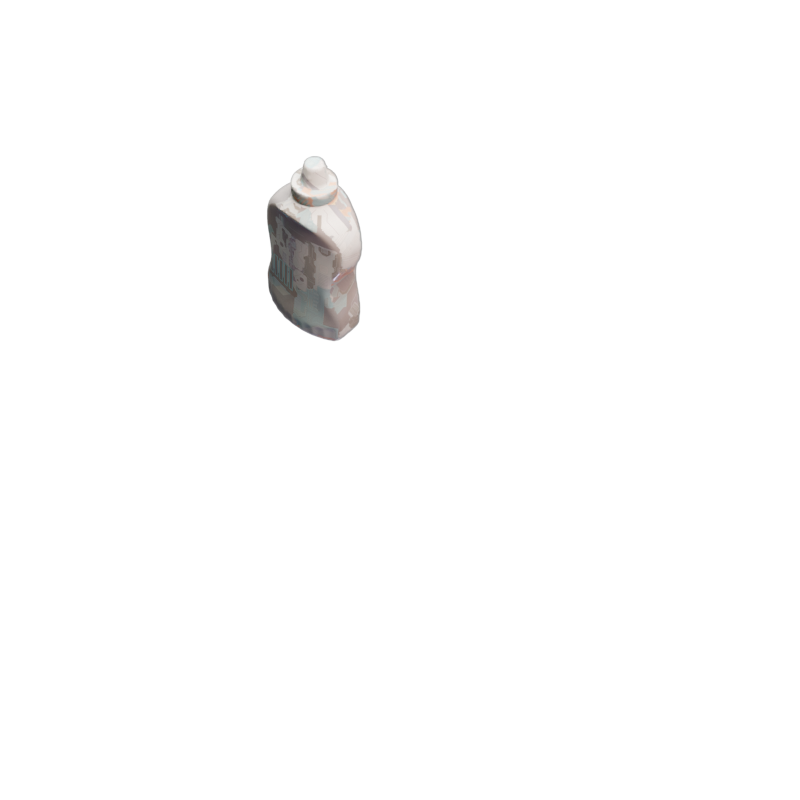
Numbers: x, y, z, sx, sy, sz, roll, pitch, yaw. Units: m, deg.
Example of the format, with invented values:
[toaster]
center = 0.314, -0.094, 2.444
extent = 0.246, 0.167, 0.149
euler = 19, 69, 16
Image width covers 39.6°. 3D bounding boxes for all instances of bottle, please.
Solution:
[bottle]
center = -0.078, -0.143, 0.999
extent = 0.102, 0.179, 0.059
euler = 39, 58, 25
